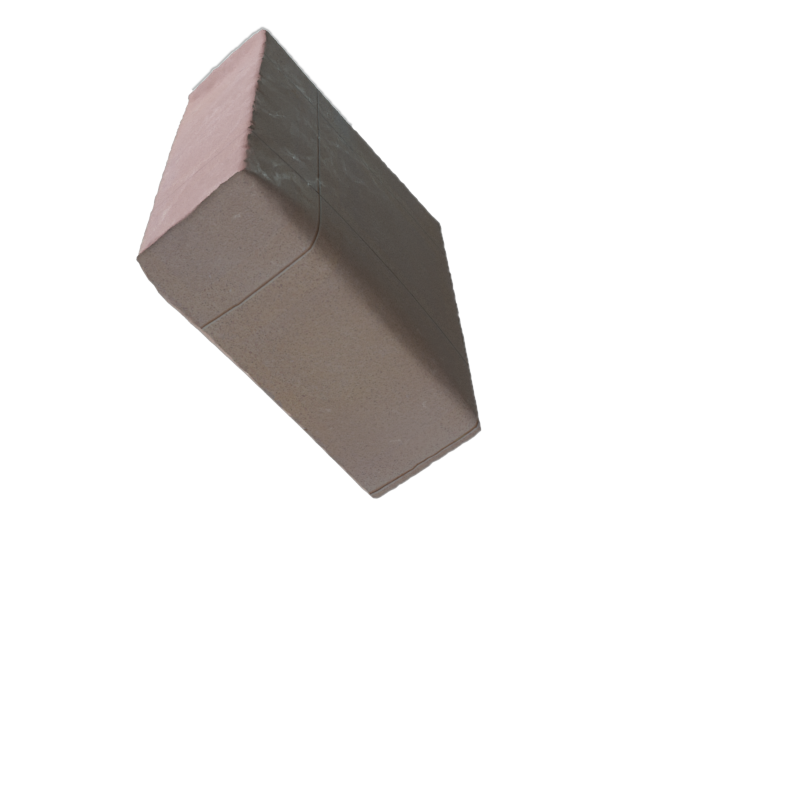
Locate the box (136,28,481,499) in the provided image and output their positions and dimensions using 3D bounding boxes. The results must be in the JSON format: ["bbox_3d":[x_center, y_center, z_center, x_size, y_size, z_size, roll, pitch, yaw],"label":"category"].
[{"bbox_3d":[-0.044,-0.080,0.564,0.071,0.155,0.227,-37,26,18],"label":"box"}]
